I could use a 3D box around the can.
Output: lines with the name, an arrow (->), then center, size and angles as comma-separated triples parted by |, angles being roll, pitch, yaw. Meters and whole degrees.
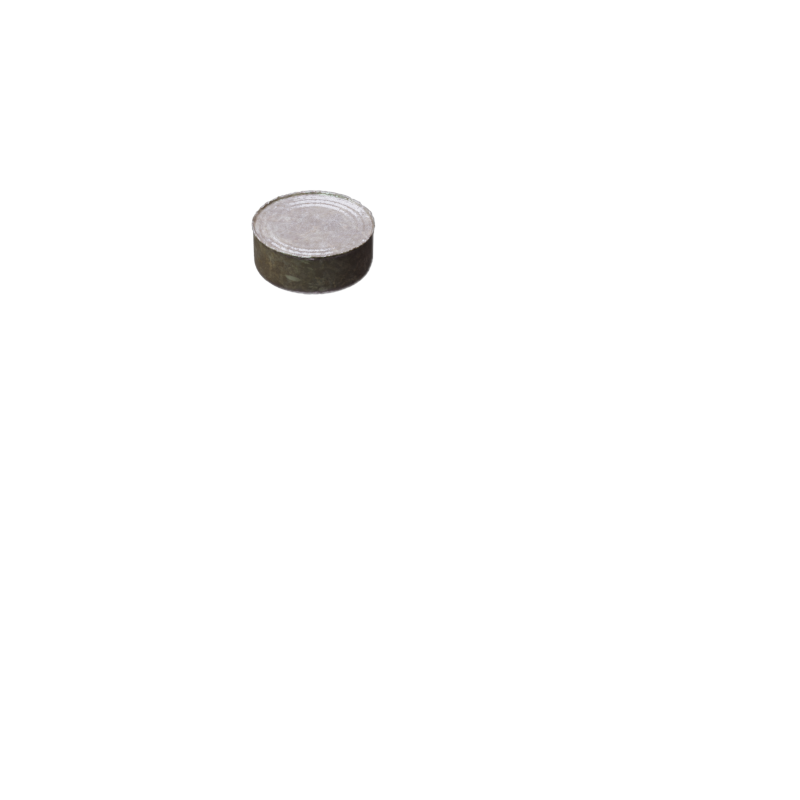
can -> -0.061, -0.111, 0.778 | 0.086, 0.031, 0.092 | -1, 38, -2
